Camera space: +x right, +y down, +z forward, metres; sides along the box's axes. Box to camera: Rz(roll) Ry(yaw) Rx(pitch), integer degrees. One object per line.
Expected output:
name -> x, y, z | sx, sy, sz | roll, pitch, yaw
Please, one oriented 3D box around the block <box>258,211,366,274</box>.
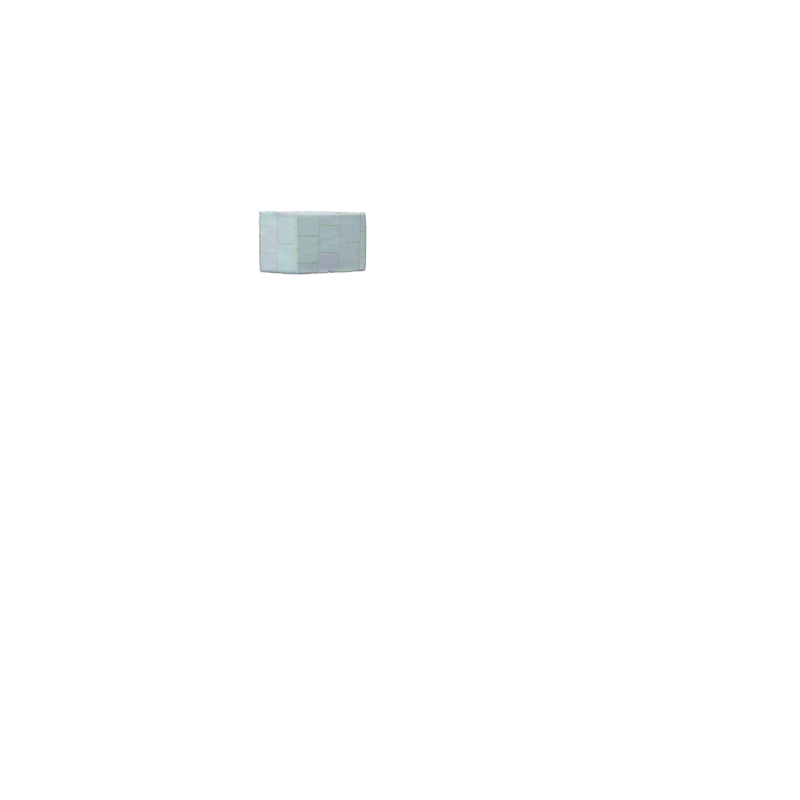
block -> -0.073, -0.133, 0.932 | 0.075, 0.051, 0.055 | -6, 9, -42
